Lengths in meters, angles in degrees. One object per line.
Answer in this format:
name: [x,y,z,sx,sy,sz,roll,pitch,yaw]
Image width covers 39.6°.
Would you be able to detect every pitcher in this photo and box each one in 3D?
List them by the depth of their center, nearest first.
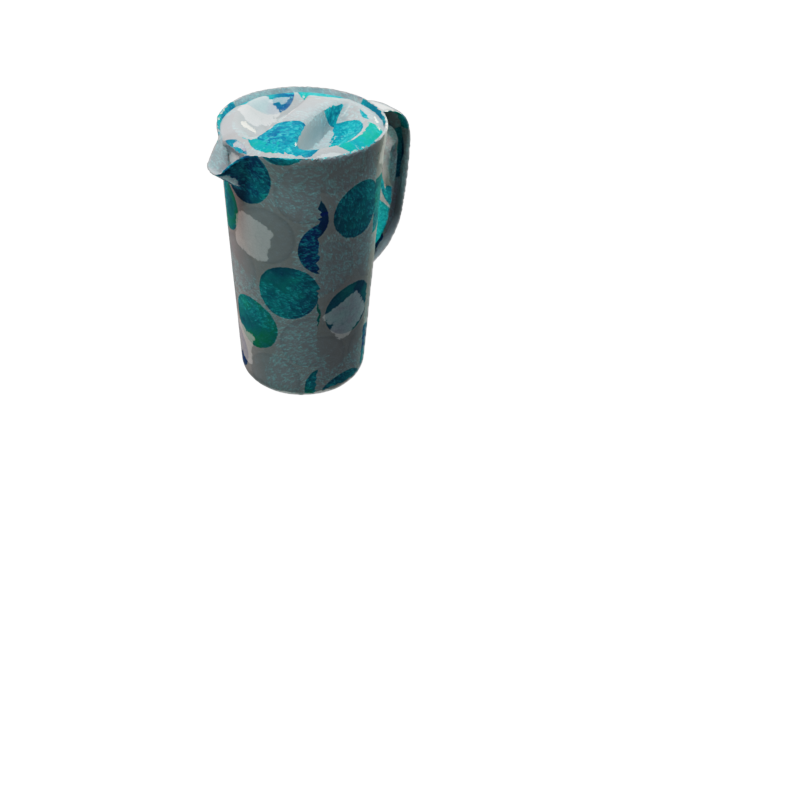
pitcher: [-0.072,-0.132,0.924,0.150,0.228,0.154,5,35,3]
